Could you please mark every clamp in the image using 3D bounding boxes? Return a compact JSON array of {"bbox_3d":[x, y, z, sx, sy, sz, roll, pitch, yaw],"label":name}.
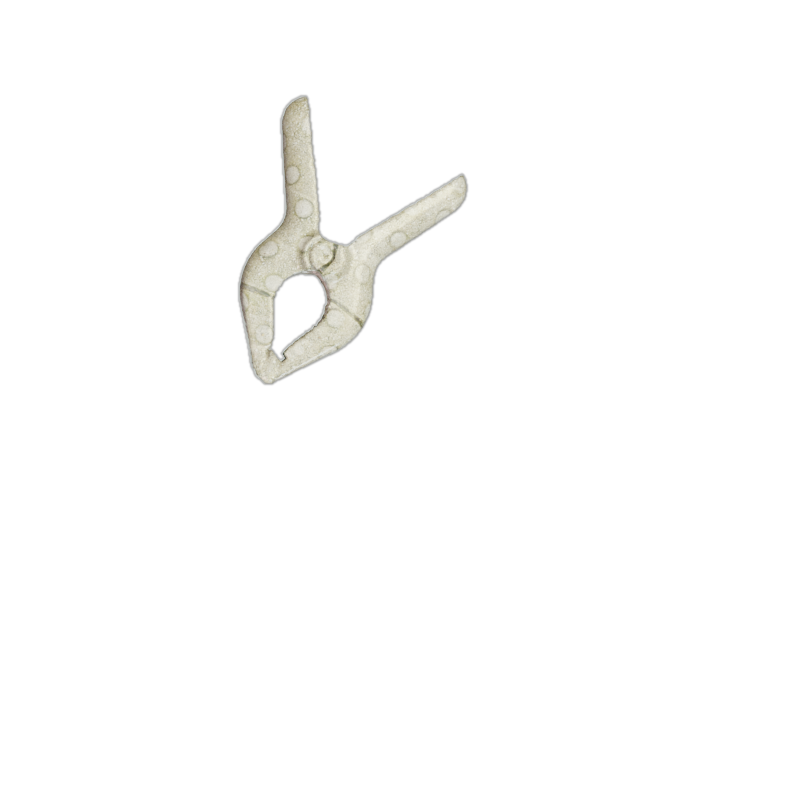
[{"bbox_3d":[-0.052,-0.094,0.662,0.122,0.174,0.038,34,-10,6],"label":"clamp"}]
